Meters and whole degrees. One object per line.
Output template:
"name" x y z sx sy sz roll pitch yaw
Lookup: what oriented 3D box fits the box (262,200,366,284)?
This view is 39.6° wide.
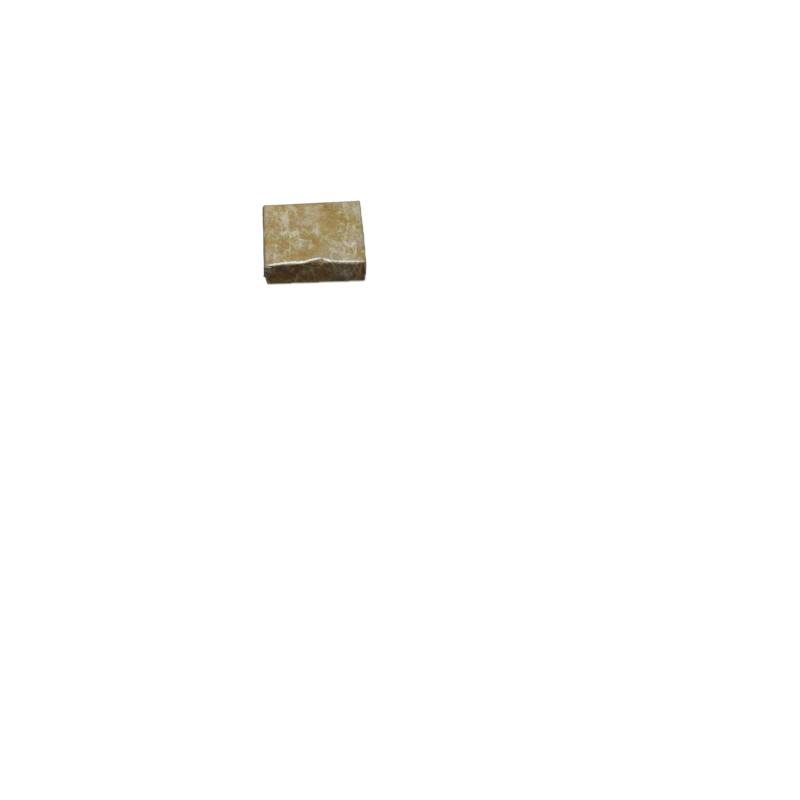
"box" -0.077 -0.139 0.976 0.089 0.079 0.028 -3 -38 -3
